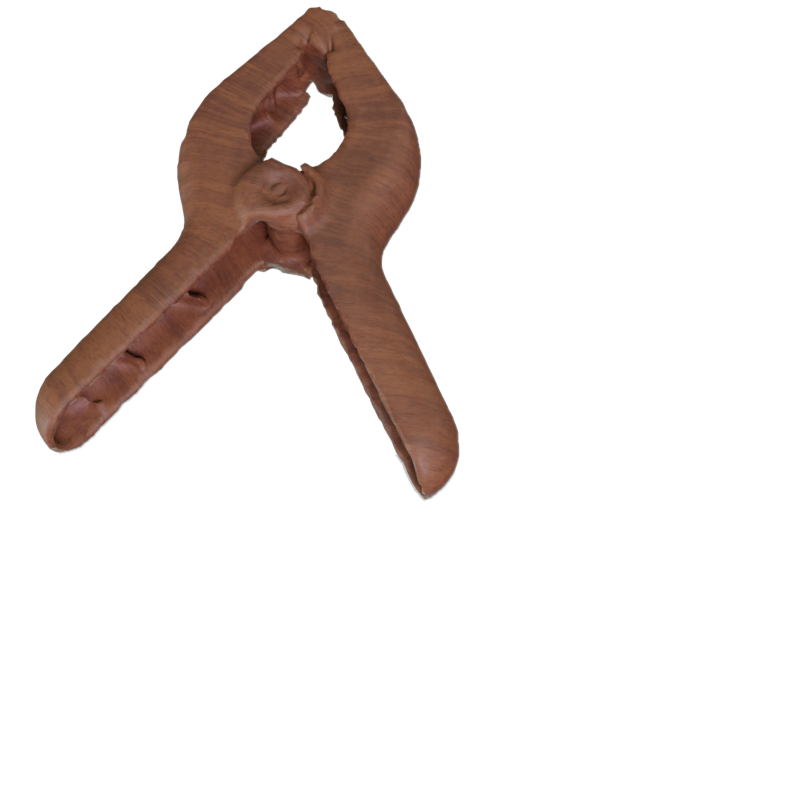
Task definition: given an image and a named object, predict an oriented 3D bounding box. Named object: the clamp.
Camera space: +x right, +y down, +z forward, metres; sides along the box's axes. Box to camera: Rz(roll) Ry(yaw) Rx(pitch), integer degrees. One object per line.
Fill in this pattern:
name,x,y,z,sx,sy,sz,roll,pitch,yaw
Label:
clamp,-0.027,-0.049,0.345,0.122,0.179,0.037,15,-26,7
